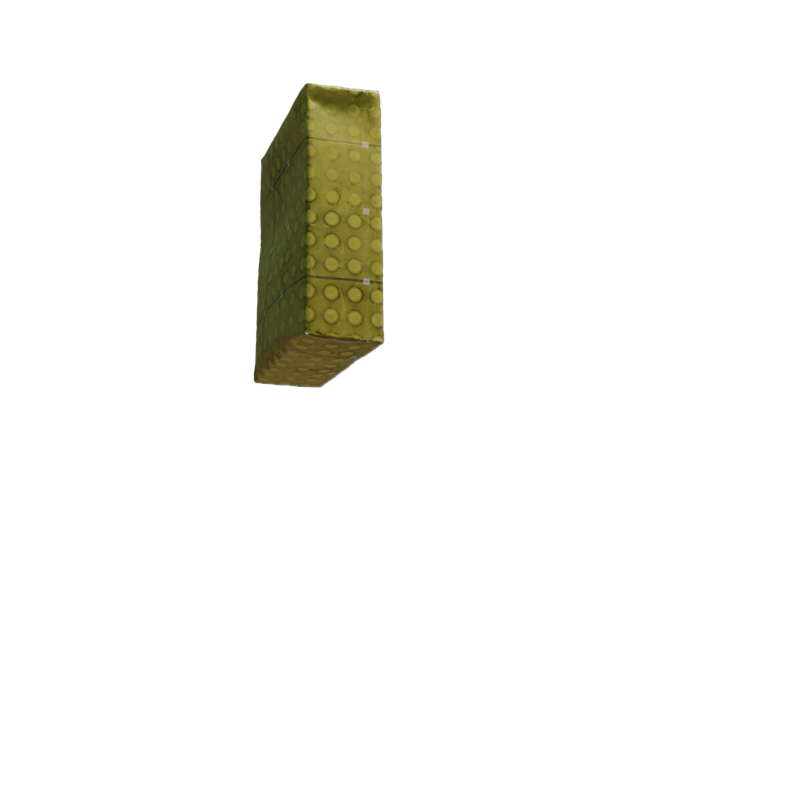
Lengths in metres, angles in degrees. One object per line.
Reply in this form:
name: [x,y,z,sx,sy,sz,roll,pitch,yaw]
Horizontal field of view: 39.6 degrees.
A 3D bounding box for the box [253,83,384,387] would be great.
box: [-0.072,-0.132,0.923,0.070,0.223,0.162,5,-17,-19]
